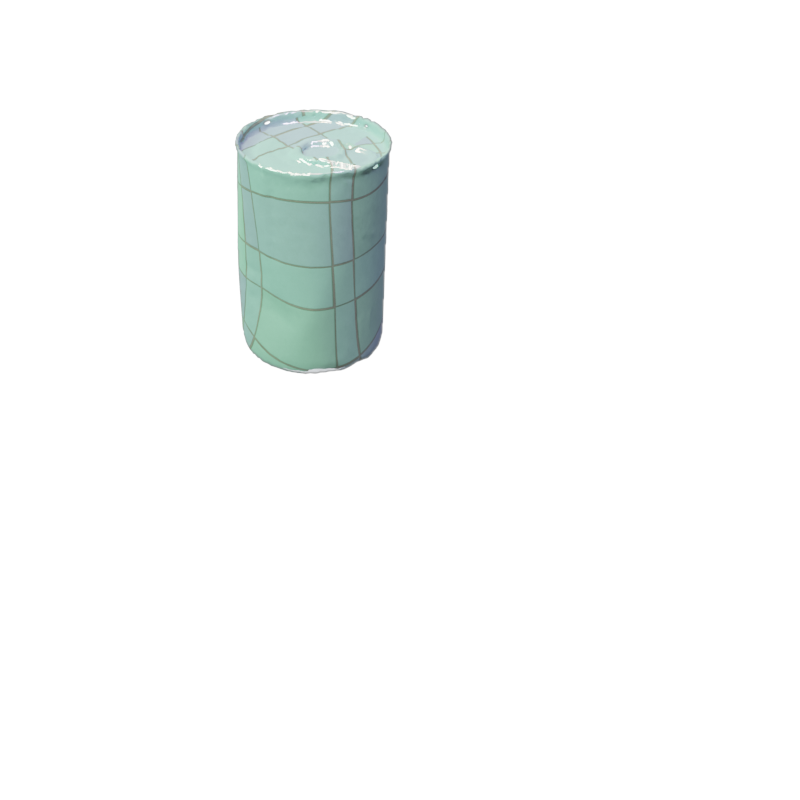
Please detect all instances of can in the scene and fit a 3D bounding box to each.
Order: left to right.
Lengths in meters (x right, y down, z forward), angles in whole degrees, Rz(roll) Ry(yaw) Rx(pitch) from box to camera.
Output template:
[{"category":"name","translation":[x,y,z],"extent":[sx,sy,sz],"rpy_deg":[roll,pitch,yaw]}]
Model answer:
[{"category":"can","translation":[-0.039,-0.072,0.503],"extent":[0.068,0.096,0.073],"rpy_deg":[0,33,-3]}]
